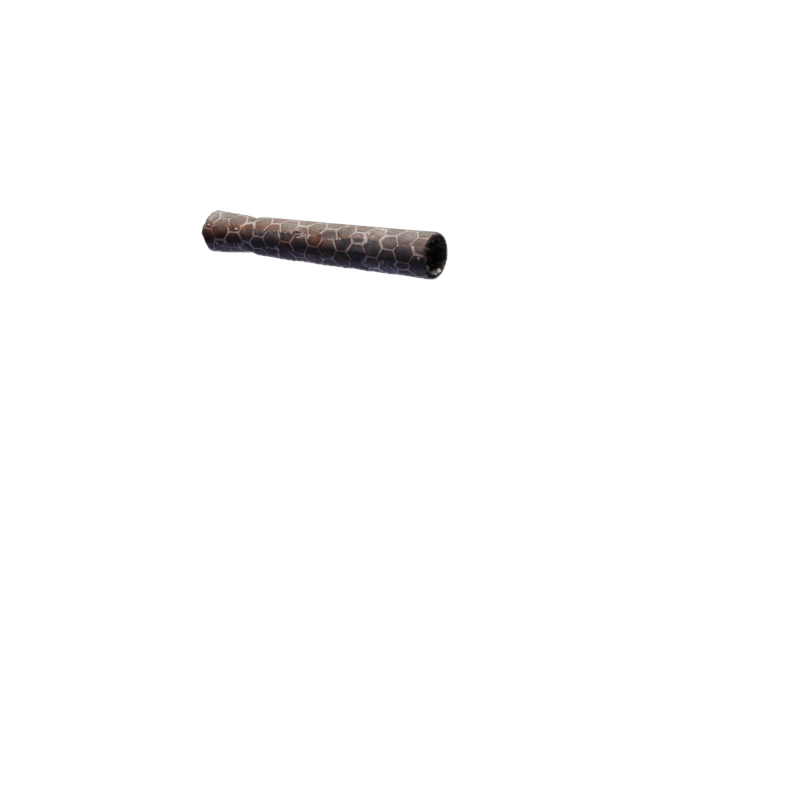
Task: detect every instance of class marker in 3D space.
[{"bbox_3d":[-0.037,-0.067,0.466,0.127,0.019,0.019,12,10,36],"label":"marker"}]
